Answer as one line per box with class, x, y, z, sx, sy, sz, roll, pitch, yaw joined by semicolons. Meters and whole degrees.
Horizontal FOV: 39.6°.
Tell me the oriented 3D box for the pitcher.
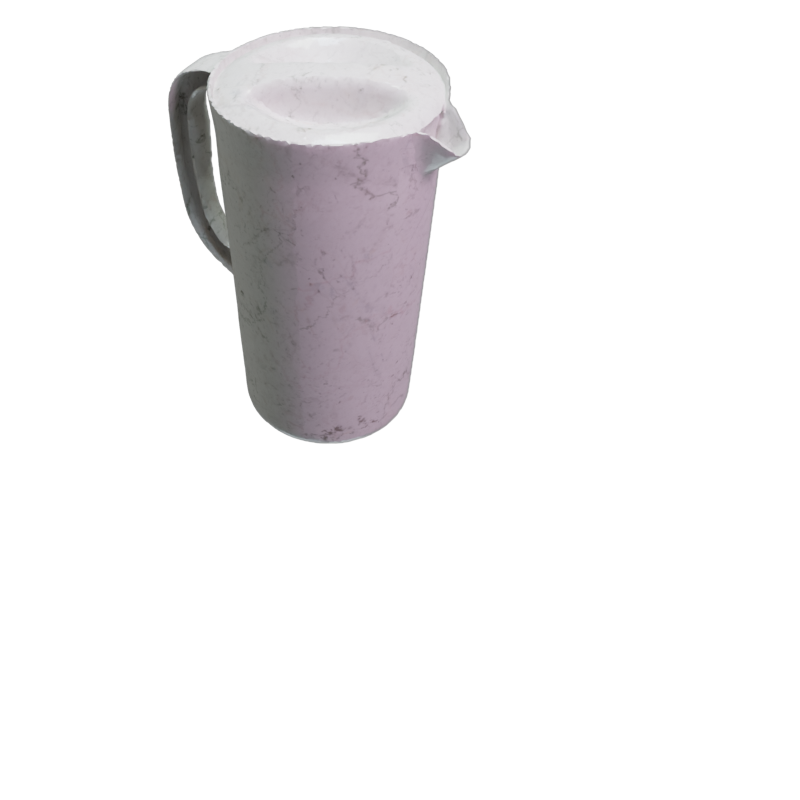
pitcher;-0.053;-0.096;0.674;0.143;0.227;0.162;-10;42;-15
